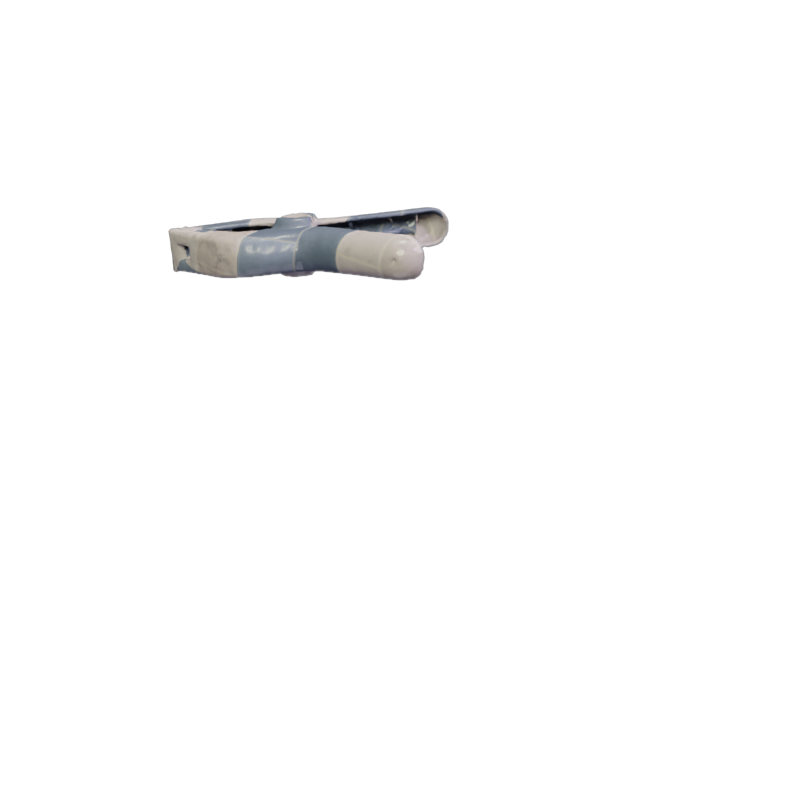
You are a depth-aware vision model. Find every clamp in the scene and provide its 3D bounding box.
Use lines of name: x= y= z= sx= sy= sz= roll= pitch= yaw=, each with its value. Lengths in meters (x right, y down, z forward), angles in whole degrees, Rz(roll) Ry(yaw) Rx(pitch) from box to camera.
clamp: x=-0.053 y=-0.096 z=0.674 sx=0.177 sy=0.038 sz=0.119 roll=5 pitch=13 yaw=21
